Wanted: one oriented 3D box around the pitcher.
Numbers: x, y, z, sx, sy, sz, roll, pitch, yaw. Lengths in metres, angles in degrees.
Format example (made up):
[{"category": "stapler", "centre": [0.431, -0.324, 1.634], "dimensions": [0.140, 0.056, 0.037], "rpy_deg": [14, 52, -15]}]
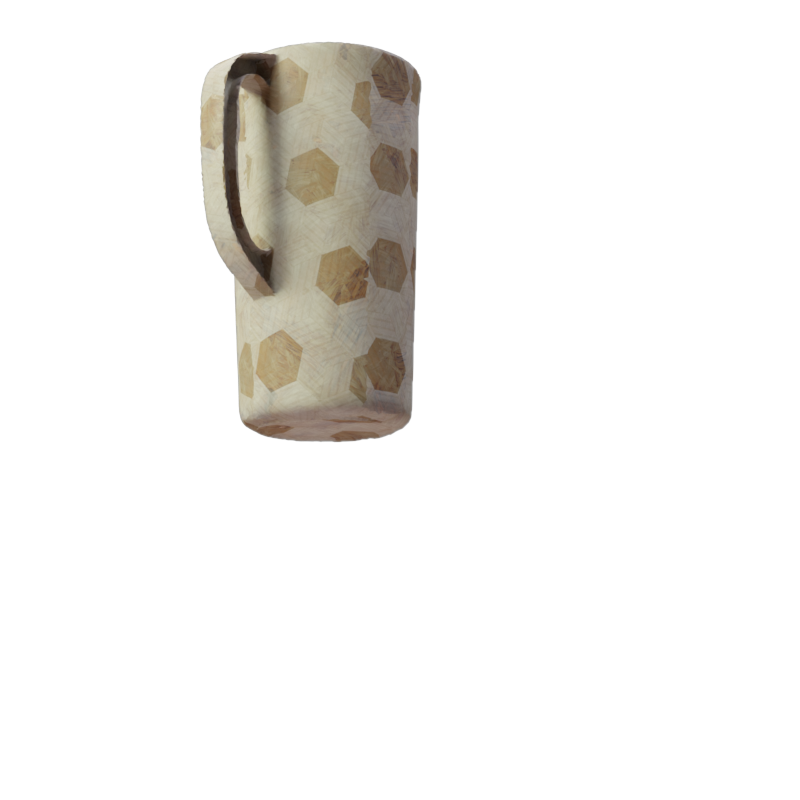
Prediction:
[{"category": "pitcher", "centre": [-0.056, -0.103, 0.719], "dimensions": [0.148, 0.253, 0.140], "rpy_deg": [1, -17, -7]}]
